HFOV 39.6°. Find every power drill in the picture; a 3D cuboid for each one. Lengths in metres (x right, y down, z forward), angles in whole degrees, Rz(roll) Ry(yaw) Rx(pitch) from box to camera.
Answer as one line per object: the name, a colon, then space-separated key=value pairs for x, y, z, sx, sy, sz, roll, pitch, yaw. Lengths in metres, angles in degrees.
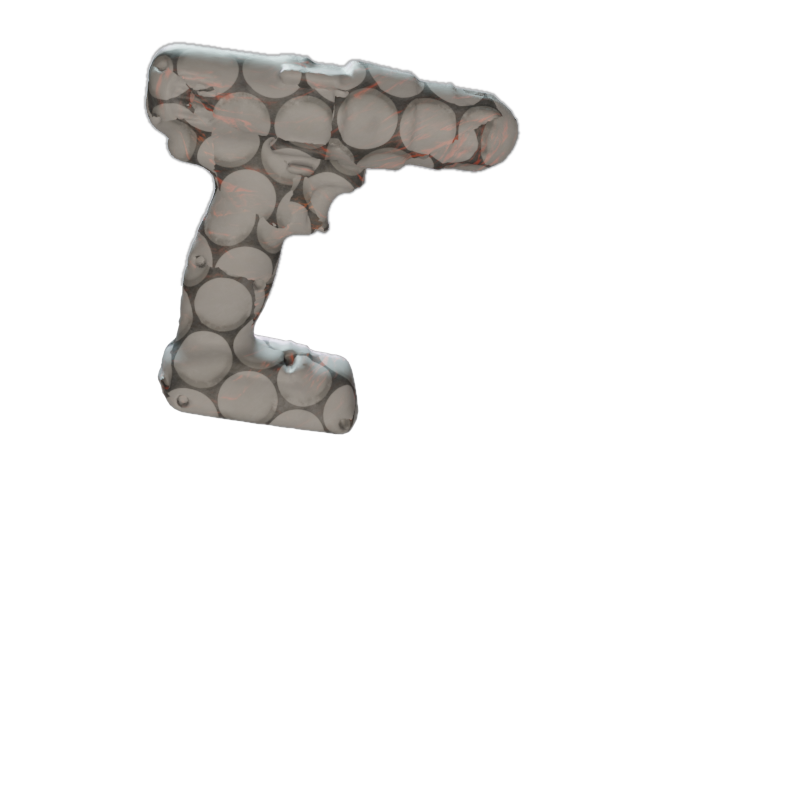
power drill: x=-0.044 y=-0.081 z=0.564 sx=0.184 sy=0.182 sz=0.059 roll=9 pitch=14 yaw=-3
